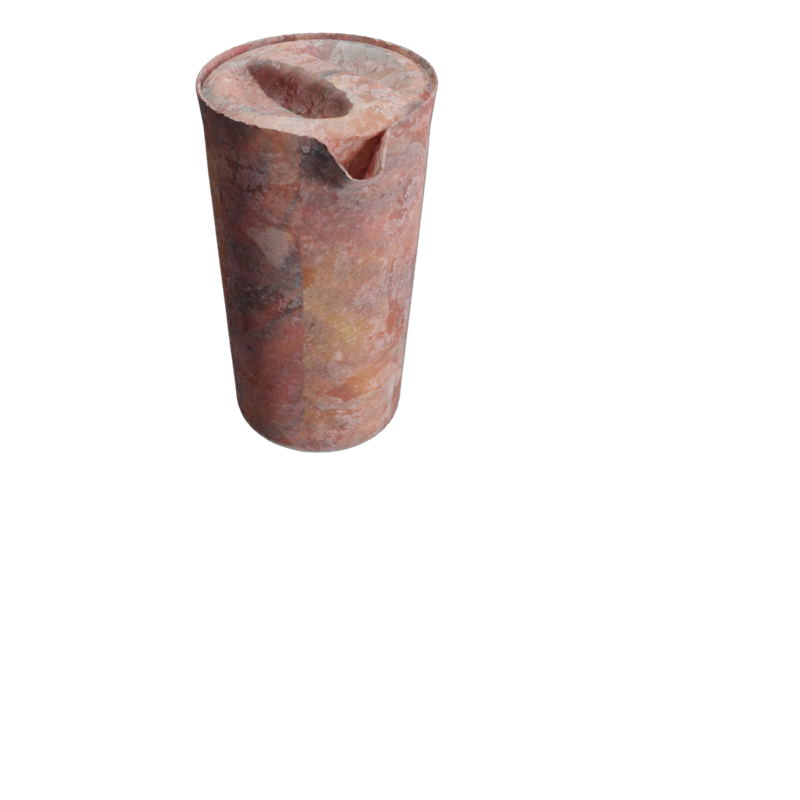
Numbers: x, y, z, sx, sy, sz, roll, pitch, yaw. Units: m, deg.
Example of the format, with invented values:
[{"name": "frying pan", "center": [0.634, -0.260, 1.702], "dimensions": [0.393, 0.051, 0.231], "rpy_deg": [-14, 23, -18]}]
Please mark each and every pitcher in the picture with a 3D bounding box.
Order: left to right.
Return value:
[{"name": "pitcher", "center": [-0.053, -0.097, 0.680], "dimensions": [0.150, 0.227, 0.154], "rpy_deg": [16, 39, 18]}]
